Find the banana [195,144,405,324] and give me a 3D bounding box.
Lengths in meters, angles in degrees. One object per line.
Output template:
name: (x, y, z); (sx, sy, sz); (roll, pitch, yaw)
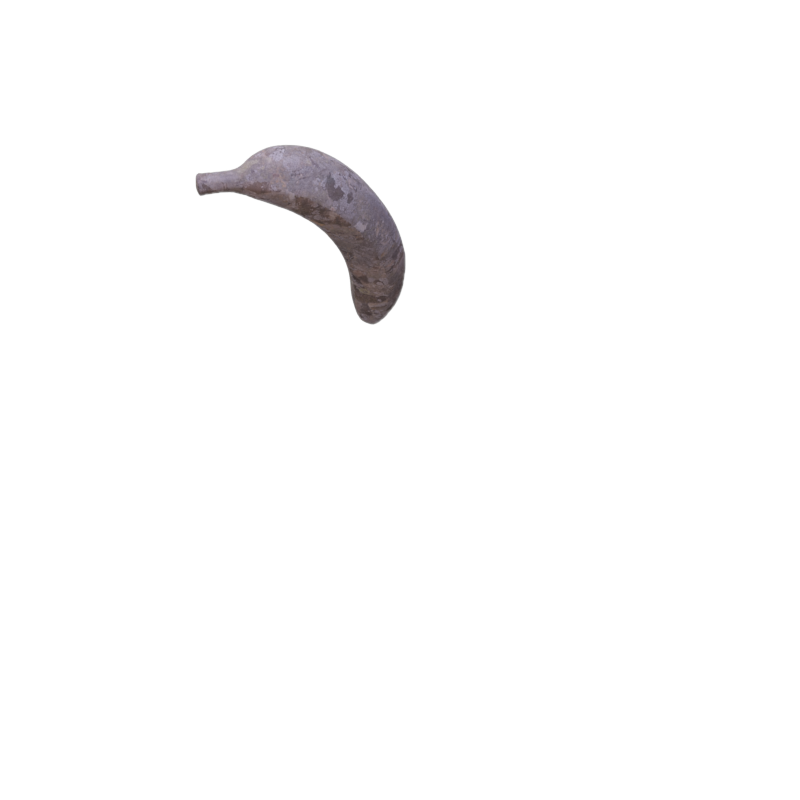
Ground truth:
banana: (-0.038, -0.101, 0.659); (0.070, 0.039, 0.183); (-15, -30, 26)
